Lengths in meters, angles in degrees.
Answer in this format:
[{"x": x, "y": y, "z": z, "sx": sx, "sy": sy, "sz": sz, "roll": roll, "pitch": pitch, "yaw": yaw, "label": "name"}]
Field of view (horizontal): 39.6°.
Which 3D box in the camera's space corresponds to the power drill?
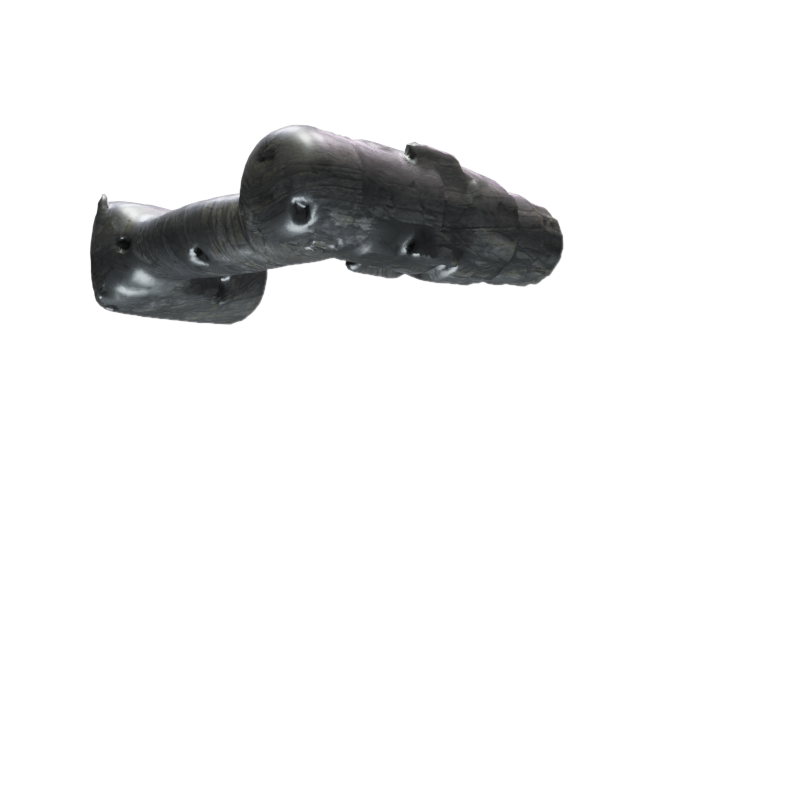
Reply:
[{"x": -0.041, "y": -0.074, "z": 0.522, "sx": 0.192, "sy": 0.059, "sz": 0.175, "roll": -7, "pitch": -11, "yaw": 42, "label": "power drill"}]
